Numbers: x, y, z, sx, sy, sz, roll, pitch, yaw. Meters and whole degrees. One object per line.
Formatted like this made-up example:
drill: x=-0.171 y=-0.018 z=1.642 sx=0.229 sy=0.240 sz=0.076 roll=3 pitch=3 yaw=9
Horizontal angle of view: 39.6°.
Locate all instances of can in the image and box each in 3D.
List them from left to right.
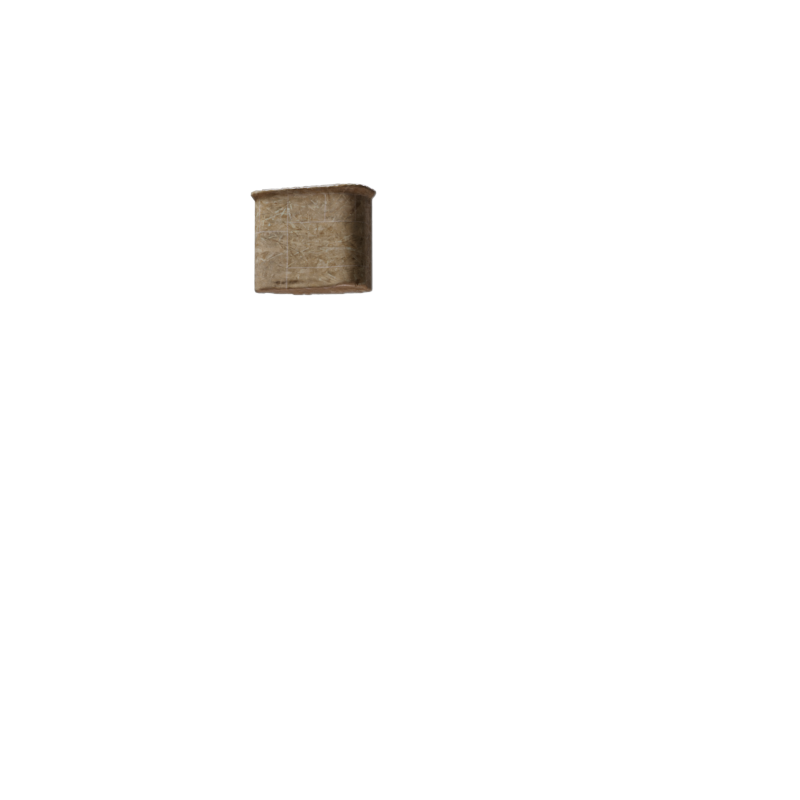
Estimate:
can: x=-0.072 y=-0.130 z=0.914 sx=0.104 sy=0.085 sz=0.055 roll=-1 pitch=-5 yaw=20
